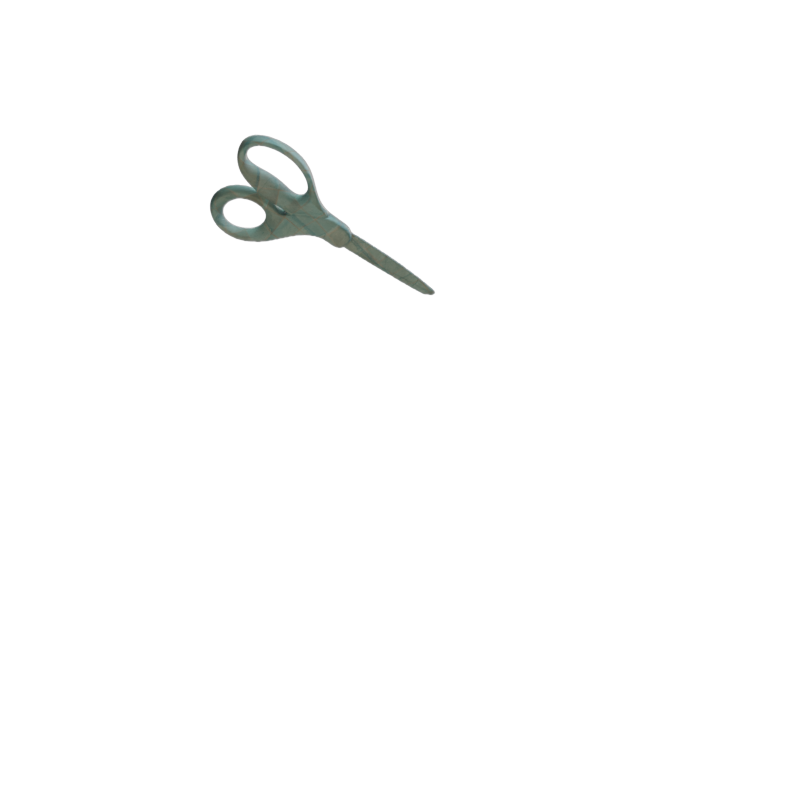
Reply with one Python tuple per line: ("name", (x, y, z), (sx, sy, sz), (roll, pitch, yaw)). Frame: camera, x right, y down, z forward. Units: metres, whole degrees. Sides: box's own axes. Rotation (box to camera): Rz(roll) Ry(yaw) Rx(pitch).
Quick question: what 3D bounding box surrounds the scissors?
("scissors", (-0.069, -0.126, 0.886), (0.096, 0.191, 0.017), (-35, 25, 19))
